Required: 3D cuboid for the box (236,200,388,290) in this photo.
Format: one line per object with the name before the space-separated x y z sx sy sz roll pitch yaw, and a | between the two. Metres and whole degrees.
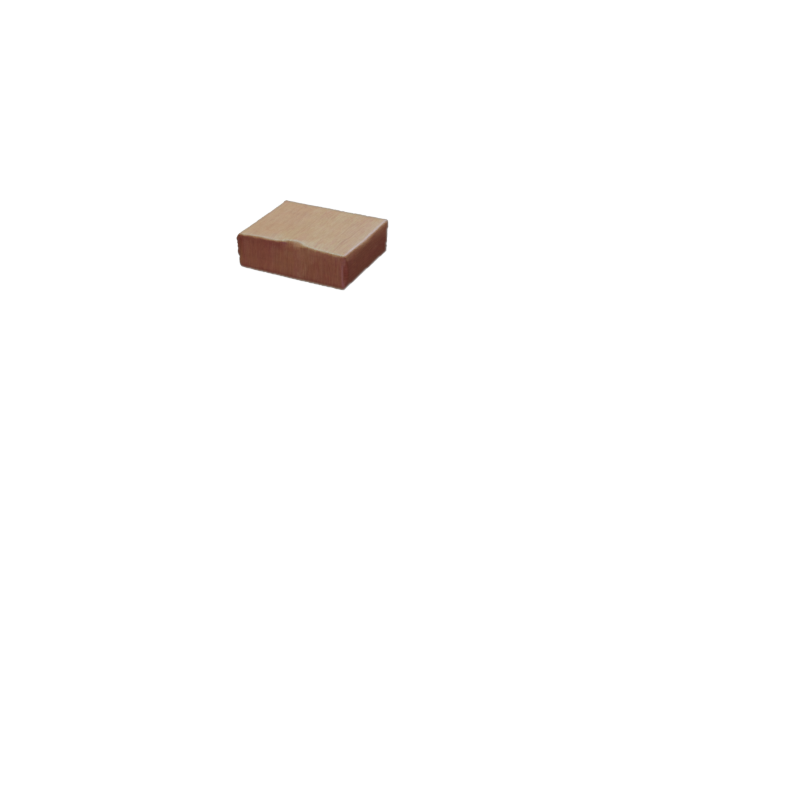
box | -0.064 -0.116 0.813 0.093 0.028 0.074 14 33 22
